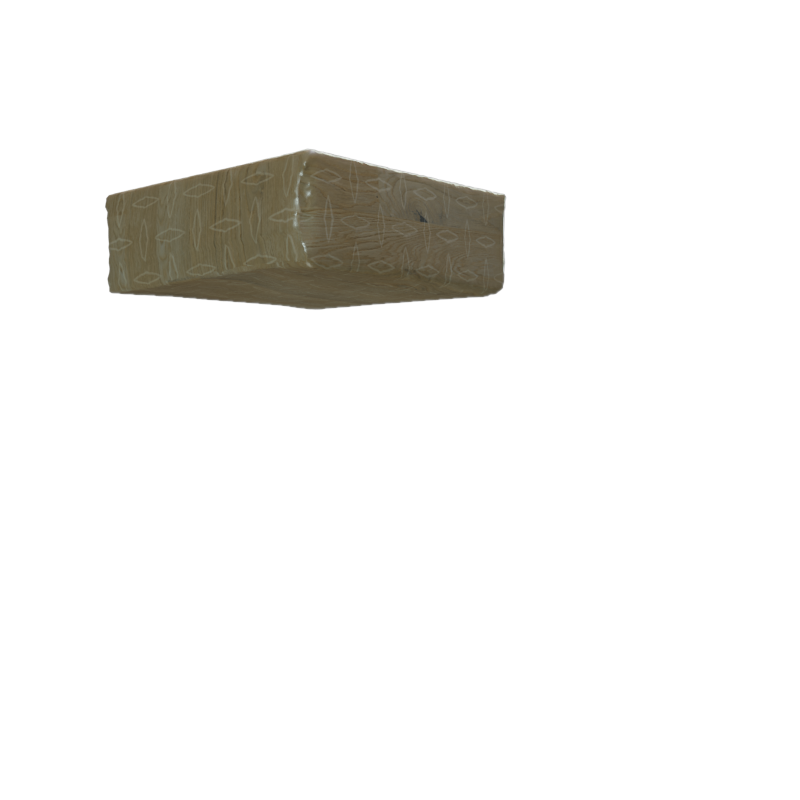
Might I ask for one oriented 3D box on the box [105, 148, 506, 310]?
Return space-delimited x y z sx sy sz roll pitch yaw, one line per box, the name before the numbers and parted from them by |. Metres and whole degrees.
box | -0.030 -0.054 0.379 0.093 0.039 0.108 -2 -3 38
